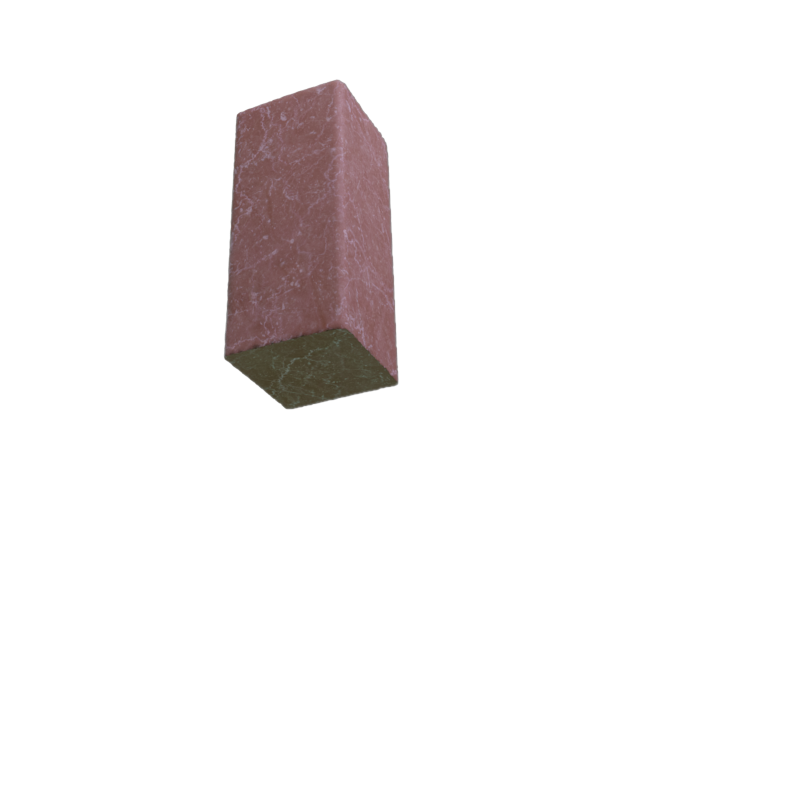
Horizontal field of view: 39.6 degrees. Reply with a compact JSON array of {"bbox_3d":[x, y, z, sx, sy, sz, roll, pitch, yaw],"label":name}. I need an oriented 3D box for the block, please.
[{"bbox_3d":[-0.061,-0.113,0.788,0.091,0.220,0.084,-15,-34,20],"label":"block"}]
